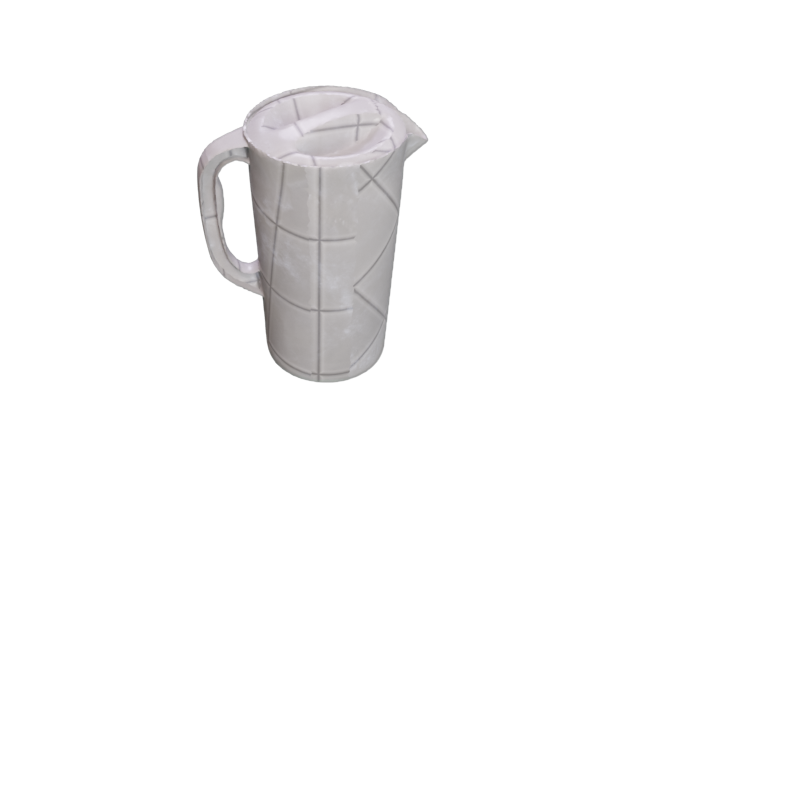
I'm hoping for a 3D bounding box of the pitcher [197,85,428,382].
[{"bbox_3d":[-0.074,-0.135,0.948,0.157,0.227,0.148,23,43,24],"label":"pitcher"}]
